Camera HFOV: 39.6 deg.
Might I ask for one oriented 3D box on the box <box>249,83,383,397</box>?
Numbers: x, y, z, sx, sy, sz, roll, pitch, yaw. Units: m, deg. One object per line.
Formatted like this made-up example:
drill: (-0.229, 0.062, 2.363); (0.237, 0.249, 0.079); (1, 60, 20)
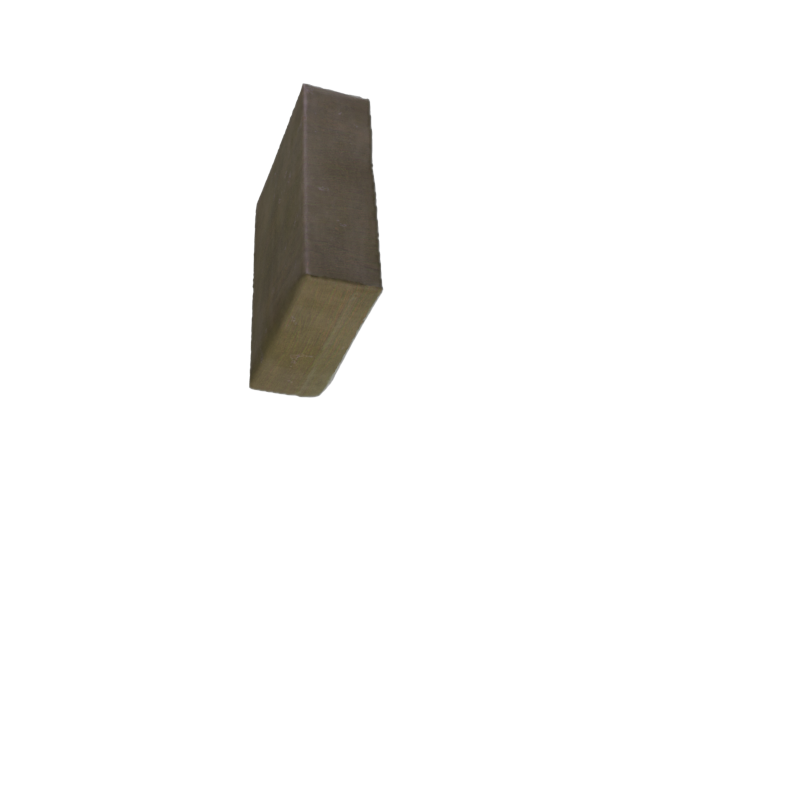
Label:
box: (-0.074, -0.135, 0.944); (0.070, 0.229, 0.157); (11, -39, -18)
